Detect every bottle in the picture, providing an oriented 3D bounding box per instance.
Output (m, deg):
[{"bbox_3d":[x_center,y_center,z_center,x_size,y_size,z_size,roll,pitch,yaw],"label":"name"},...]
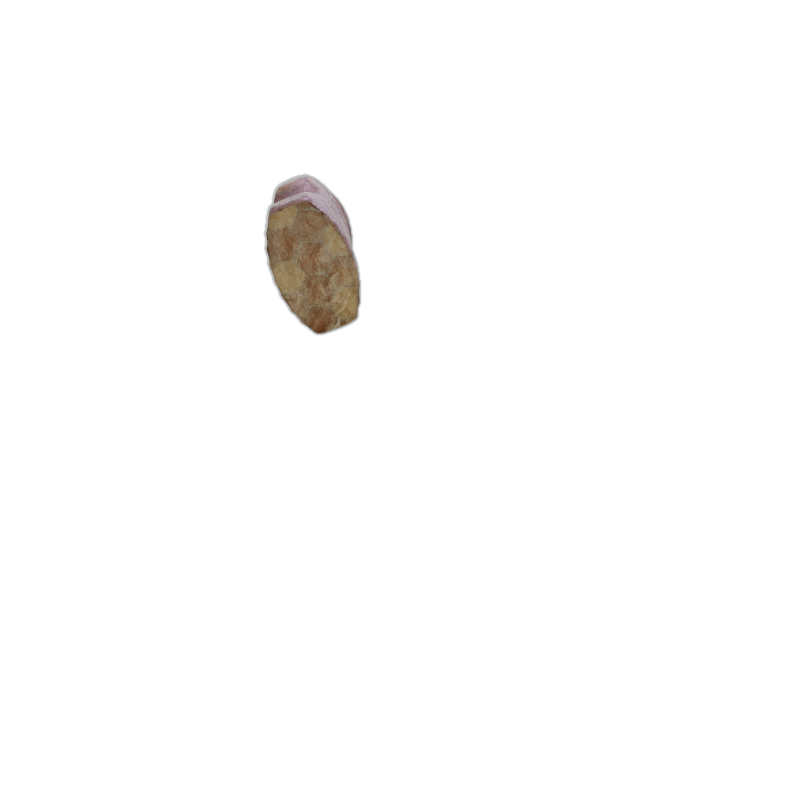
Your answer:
[{"bbox_3d":[-0.066,-0.121,0.845,0.058,0.093,0.199,-23,18,3],"label":"bottle"}]
